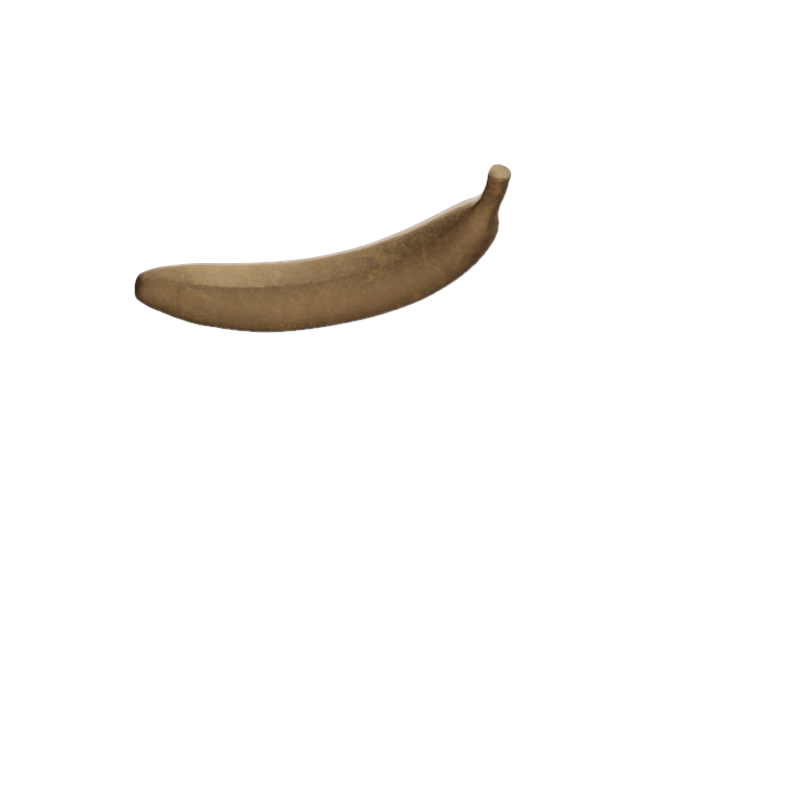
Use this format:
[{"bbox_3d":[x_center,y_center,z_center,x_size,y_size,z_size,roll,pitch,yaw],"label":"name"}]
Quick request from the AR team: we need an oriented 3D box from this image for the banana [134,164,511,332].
[{"bbox_3d":[-0.033,-0.067,0.561,0.199,0.064,0.039,-16,37,12],"label":"banana"}]
